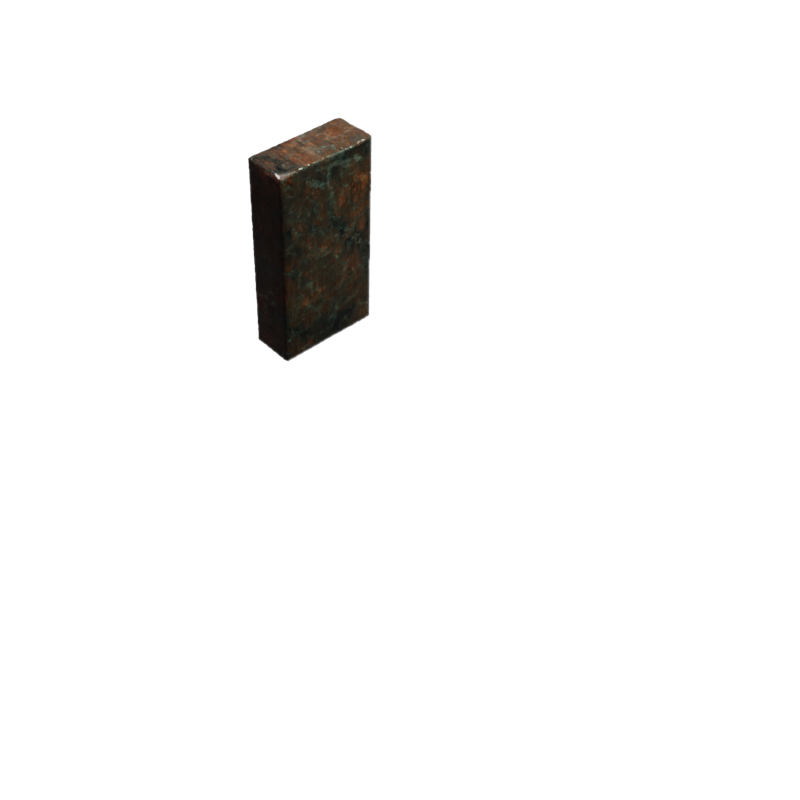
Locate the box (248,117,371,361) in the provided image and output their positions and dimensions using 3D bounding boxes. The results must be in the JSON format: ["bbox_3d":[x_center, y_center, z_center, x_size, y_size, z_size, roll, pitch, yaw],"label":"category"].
[{"bbox_3d":[-0.068,-0.124,0.871,0.093,0.164,0.051,-31,52,-32],"label":"box"}]
